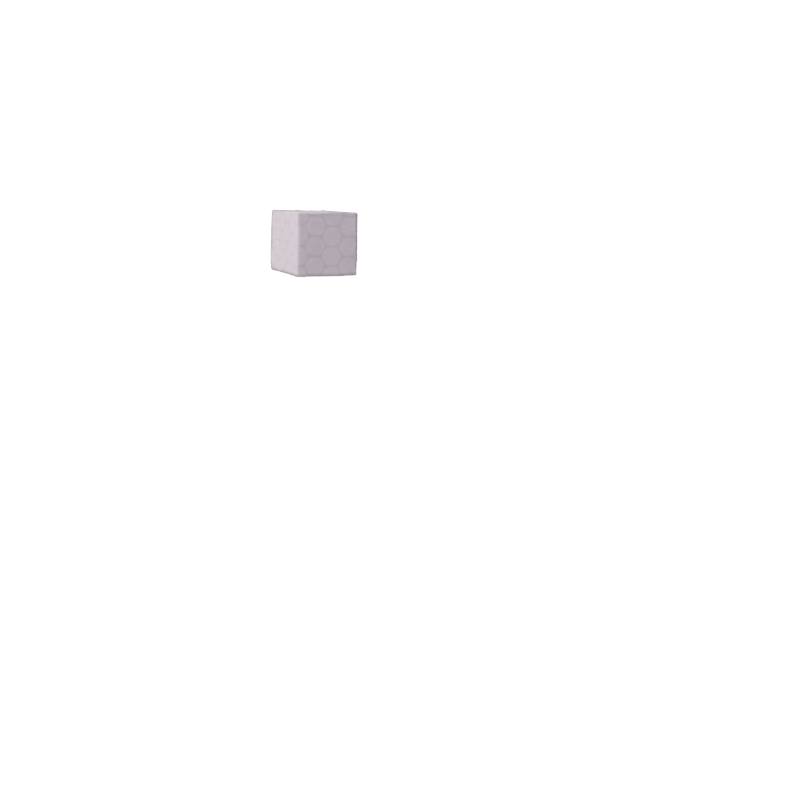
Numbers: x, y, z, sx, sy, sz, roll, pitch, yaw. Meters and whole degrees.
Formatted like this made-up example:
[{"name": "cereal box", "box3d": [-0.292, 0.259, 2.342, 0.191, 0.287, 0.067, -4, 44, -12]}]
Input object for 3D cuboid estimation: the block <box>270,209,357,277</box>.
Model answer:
[{"name": "block", "box3d": [-0.071, -0.130, 0.909, 0.051, 0.051, 0.081, -3, 9, -21]}]
